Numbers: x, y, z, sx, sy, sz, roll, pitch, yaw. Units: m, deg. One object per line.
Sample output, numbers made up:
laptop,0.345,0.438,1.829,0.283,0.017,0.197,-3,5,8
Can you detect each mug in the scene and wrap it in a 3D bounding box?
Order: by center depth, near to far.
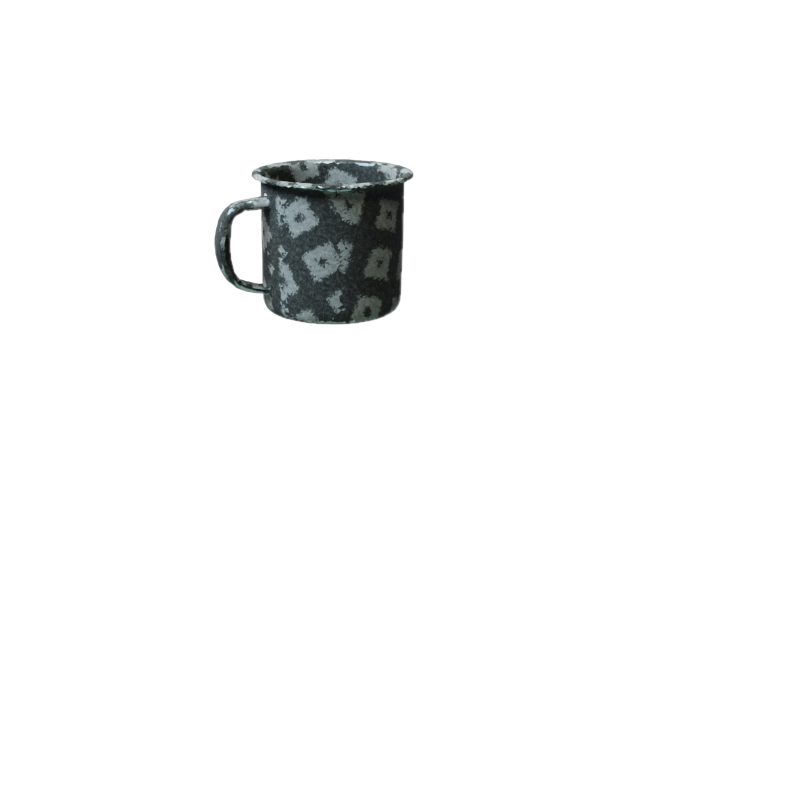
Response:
mug,-0.050,-0.091,0.640,0.114,0.079,0.099,-8,20,-25
